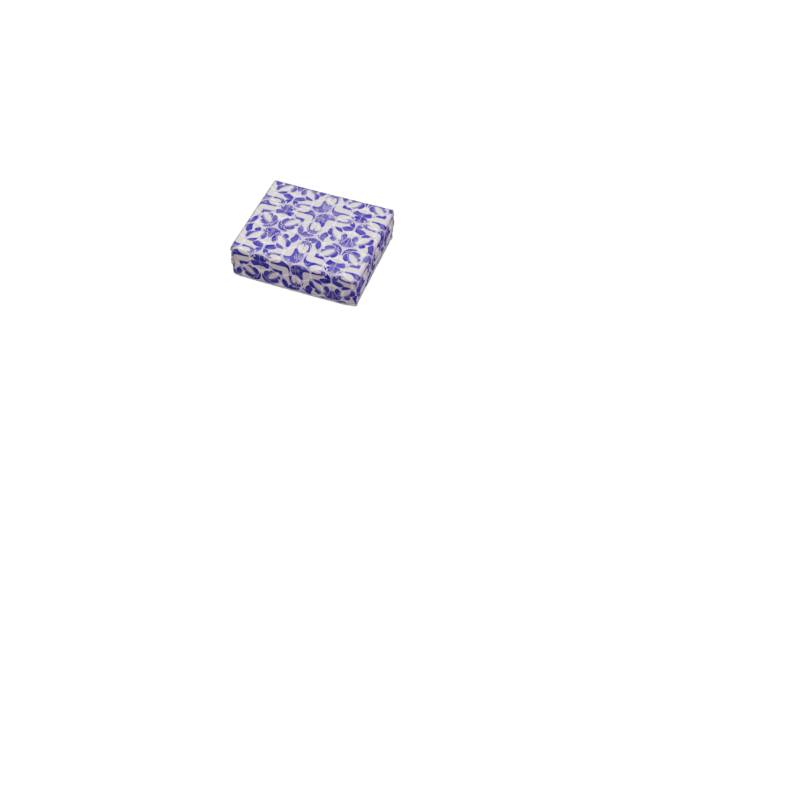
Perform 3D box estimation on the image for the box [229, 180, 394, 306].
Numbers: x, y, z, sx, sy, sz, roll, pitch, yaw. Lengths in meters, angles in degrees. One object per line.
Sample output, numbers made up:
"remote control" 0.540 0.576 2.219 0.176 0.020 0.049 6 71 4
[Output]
"box" -0.072 -0.132 0.922 0.117 0.094 0.036 17 -39 14
